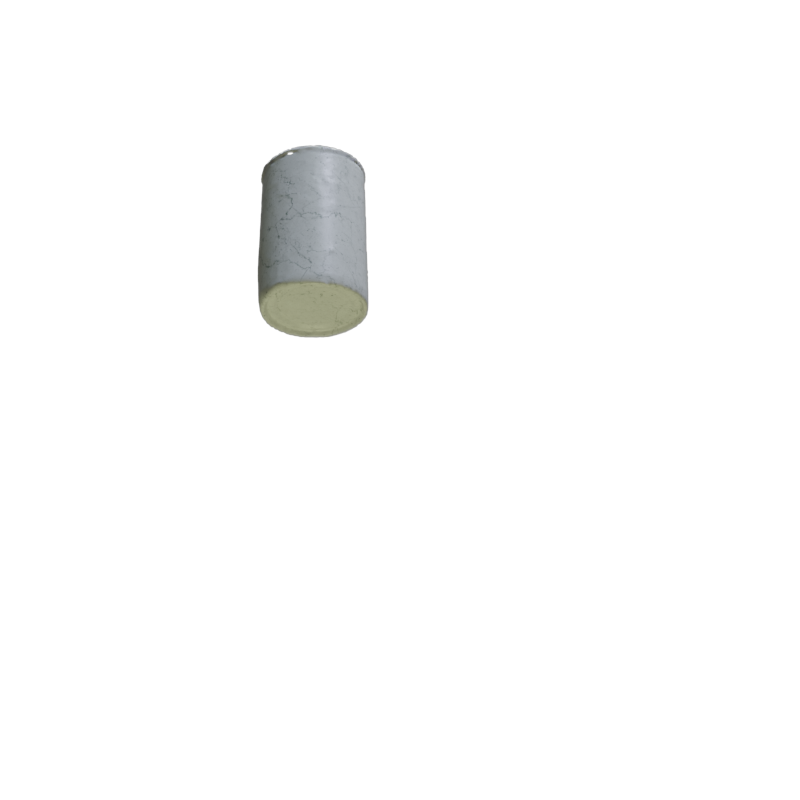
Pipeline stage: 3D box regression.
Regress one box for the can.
[{"bbox_3d":[-0.054,-0.099,0.694,0.068,0.109,0.064,-1,-31,-2],"label":"can"}]
